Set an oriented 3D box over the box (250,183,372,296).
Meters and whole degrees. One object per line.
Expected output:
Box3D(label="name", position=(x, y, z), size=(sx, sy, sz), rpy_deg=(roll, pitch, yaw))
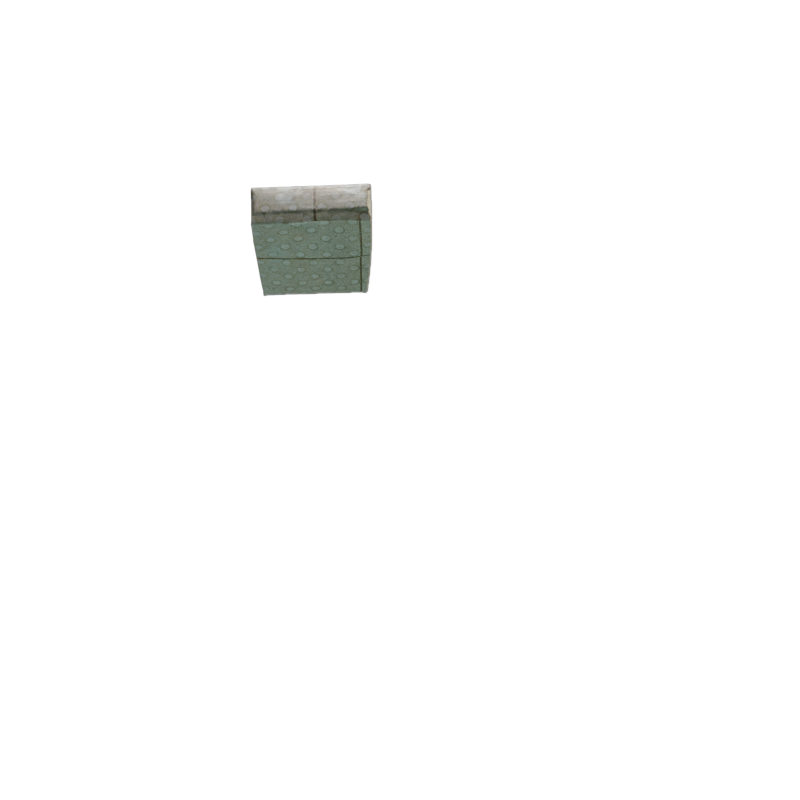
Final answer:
Box3D(label="box", position=(-0.067, -0.122, 0.856), size=(0.090, 0.041, 0.107), rpy_deg=(0, -27, -1))
